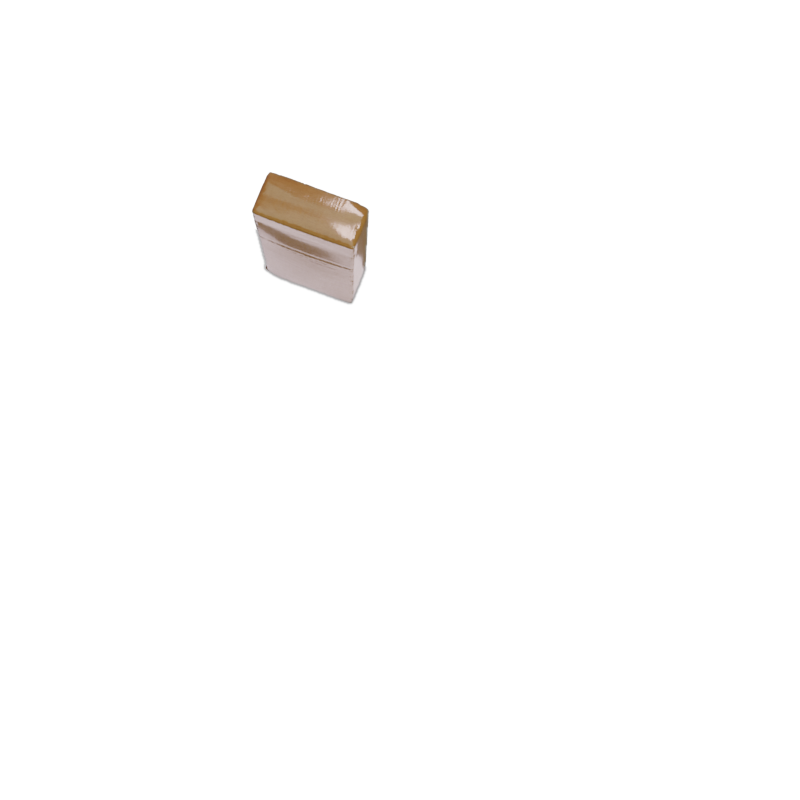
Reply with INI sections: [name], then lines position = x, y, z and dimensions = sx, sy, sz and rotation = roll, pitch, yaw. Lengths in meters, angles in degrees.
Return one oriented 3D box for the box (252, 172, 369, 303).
[box]
position = -0.077, -0.142, 0.993
dimensions = 0.094, 0.049, 0.170
rotation = 22, -13, 2
